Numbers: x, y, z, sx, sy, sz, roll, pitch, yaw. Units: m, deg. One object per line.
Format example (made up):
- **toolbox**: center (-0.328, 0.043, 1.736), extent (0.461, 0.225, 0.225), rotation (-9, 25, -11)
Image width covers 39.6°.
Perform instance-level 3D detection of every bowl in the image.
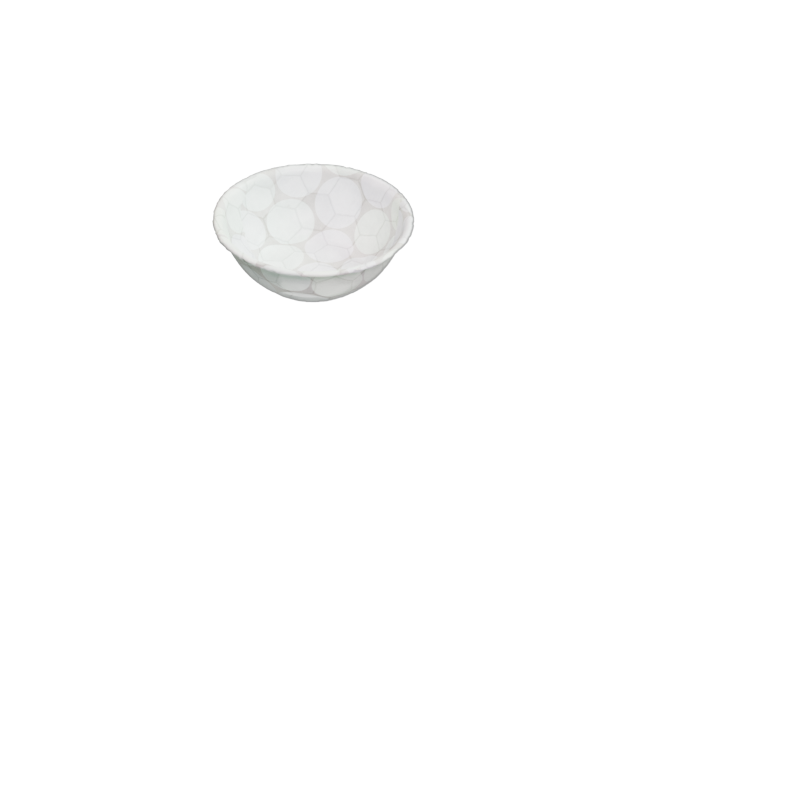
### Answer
- **bowl**: center (-0.071, -0.129, 0.901), extent (0.162, 0.051, 0.174), rotation (-1, 40, -2)
